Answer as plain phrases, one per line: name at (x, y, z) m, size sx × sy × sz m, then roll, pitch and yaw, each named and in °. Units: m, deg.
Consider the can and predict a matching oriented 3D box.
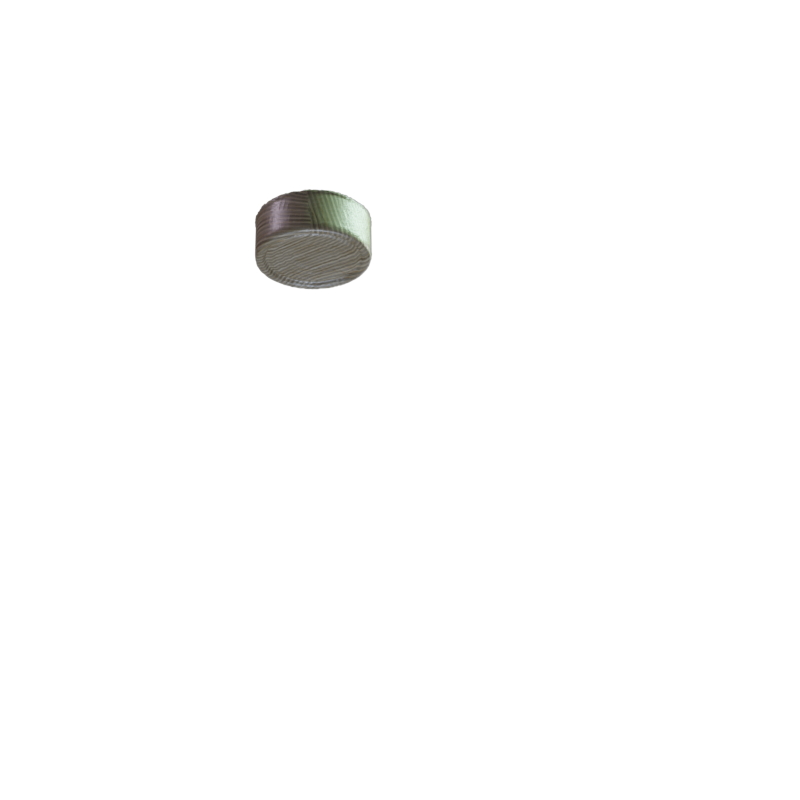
can at (-0.063, -0.115, 0.805) m, size 0.086 × 0.036 × 0.081 m, roll 1°, pitch -27°, yaw -2°
